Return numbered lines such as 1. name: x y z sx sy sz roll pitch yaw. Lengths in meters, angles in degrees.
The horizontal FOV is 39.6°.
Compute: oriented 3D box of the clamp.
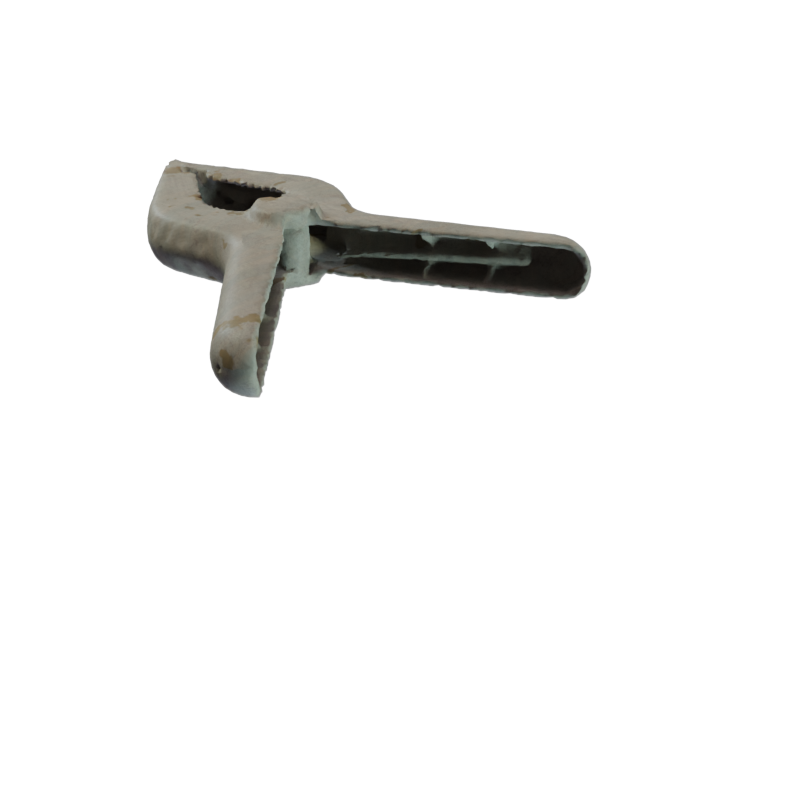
1. clamp: -0.037 -0.068 0.474 0.161 0.035 0.225 -13 29 -26
